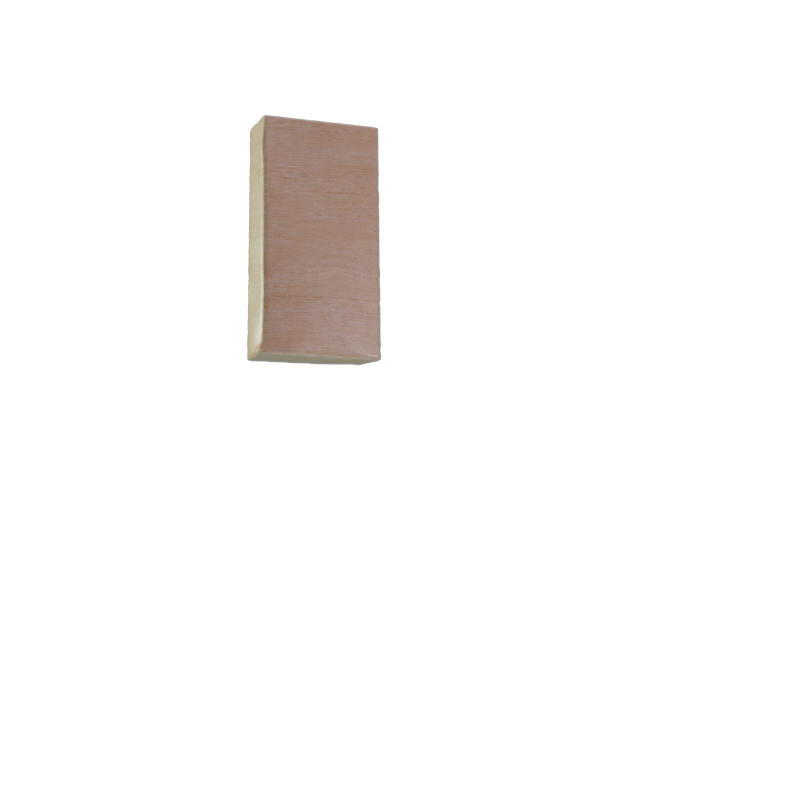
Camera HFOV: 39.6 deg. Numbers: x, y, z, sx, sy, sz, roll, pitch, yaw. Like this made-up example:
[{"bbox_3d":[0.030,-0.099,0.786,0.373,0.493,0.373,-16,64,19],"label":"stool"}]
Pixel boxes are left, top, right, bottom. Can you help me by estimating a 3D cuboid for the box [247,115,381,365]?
[{"bbox_3d":[-0.064,-0.117,0.817,0.091,0.182,0.048,4,-14,-20],"label":"box"}]
